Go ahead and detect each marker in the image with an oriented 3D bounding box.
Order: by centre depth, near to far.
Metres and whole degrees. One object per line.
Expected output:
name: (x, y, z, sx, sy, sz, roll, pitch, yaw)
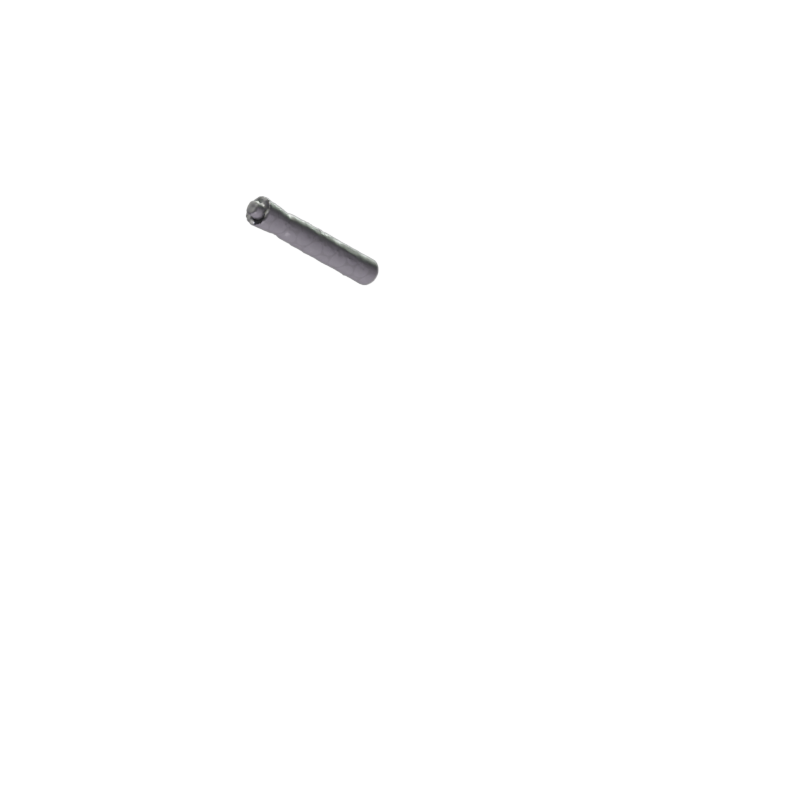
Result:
marker: (-0.054, -0.099, 0.696, 0.021, 0.020, 0.113, 3, -13, 38)
